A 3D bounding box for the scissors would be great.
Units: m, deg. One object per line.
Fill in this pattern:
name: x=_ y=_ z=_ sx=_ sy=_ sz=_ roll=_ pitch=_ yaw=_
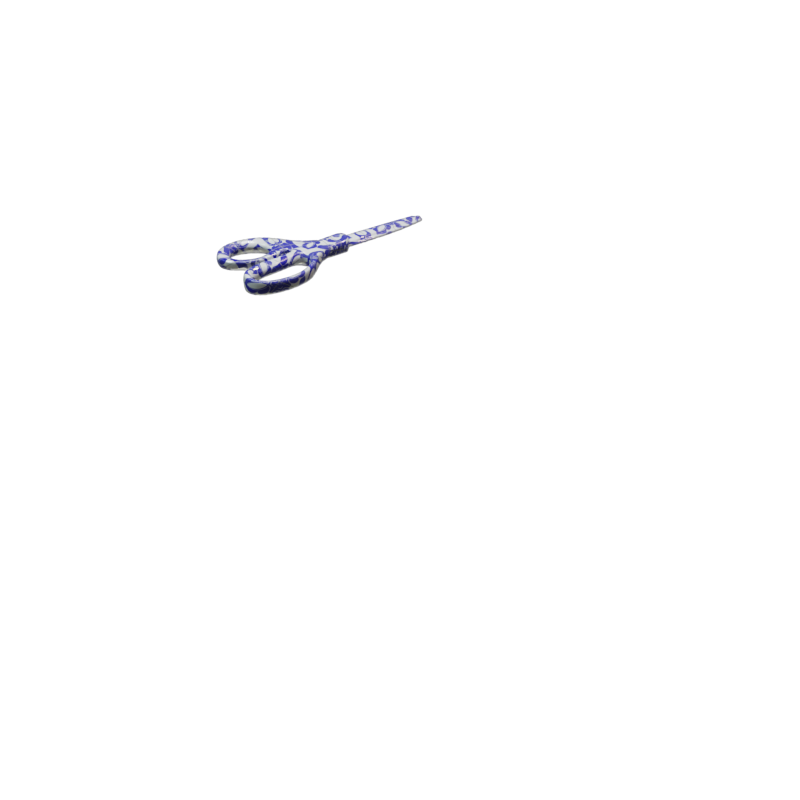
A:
scissors: x=-0.074 y=-0.135 z=0.948 sx=0.101 sy=0.015 sz=0.203 roll=18 pitch=35 yaw=29
